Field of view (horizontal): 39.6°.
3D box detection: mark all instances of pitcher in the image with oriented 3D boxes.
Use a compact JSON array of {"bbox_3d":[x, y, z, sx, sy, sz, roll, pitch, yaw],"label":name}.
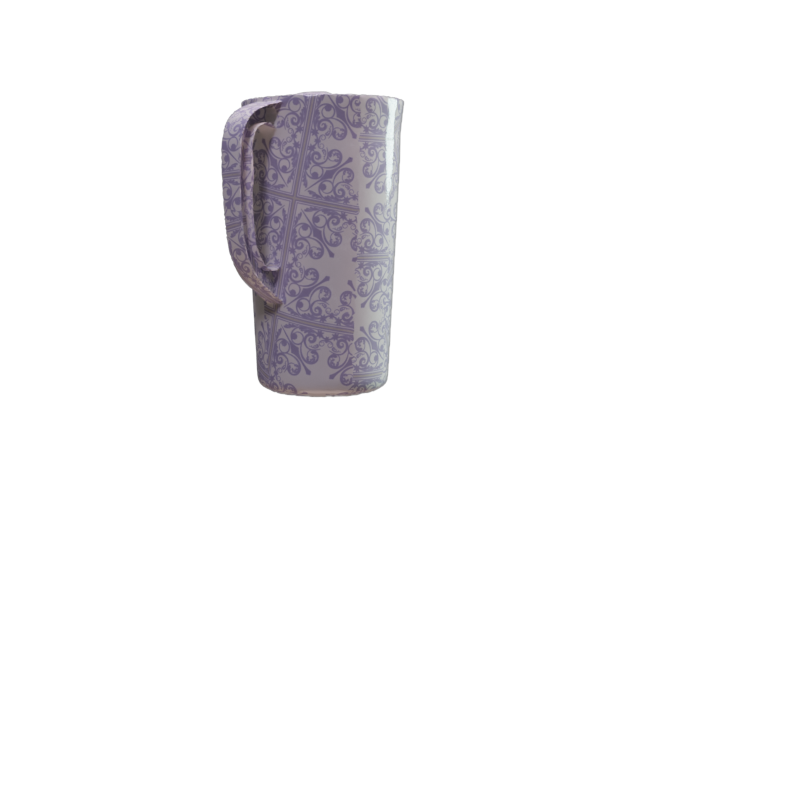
[{"bbox_3d":[-0.071,-0.129,0.902,0.148,0.242,0.147,0,3,-7],"label":"pitcher"}]
